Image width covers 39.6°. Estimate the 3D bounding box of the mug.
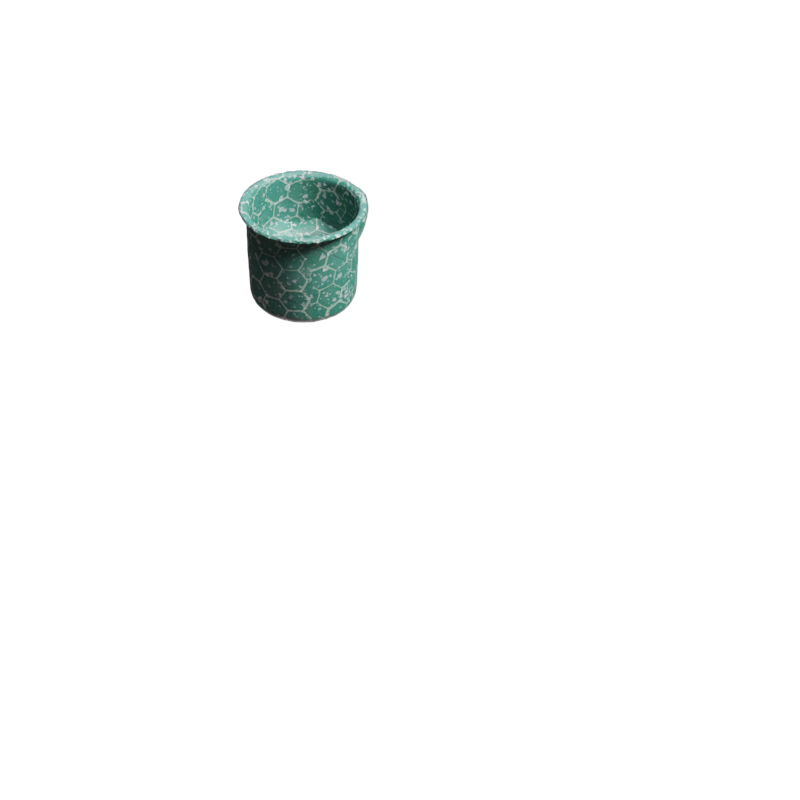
[{"bbox_3d":[-0.065,-0.119,0.831,0.098,0.076,0.119,26,46,26],"label":"mug"}]
